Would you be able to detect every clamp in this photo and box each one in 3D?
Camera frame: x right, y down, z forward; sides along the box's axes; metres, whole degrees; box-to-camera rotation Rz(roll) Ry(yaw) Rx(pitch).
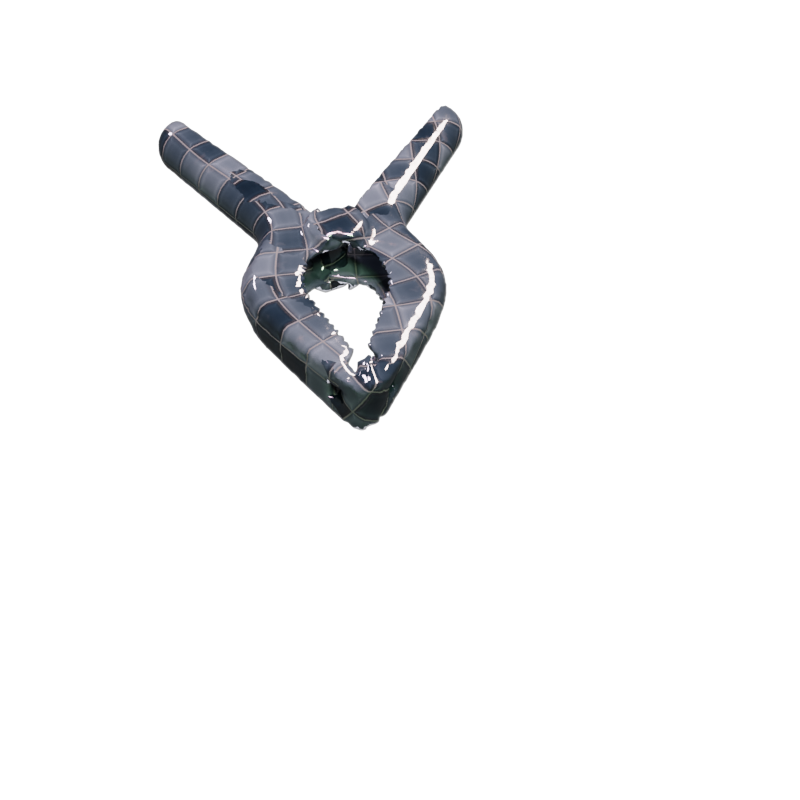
[{"bbox_3d":[-0.042,-0.077,0.540,0.164,0.226,0.034,-2,-44,-2],"label":"clamp"}]
